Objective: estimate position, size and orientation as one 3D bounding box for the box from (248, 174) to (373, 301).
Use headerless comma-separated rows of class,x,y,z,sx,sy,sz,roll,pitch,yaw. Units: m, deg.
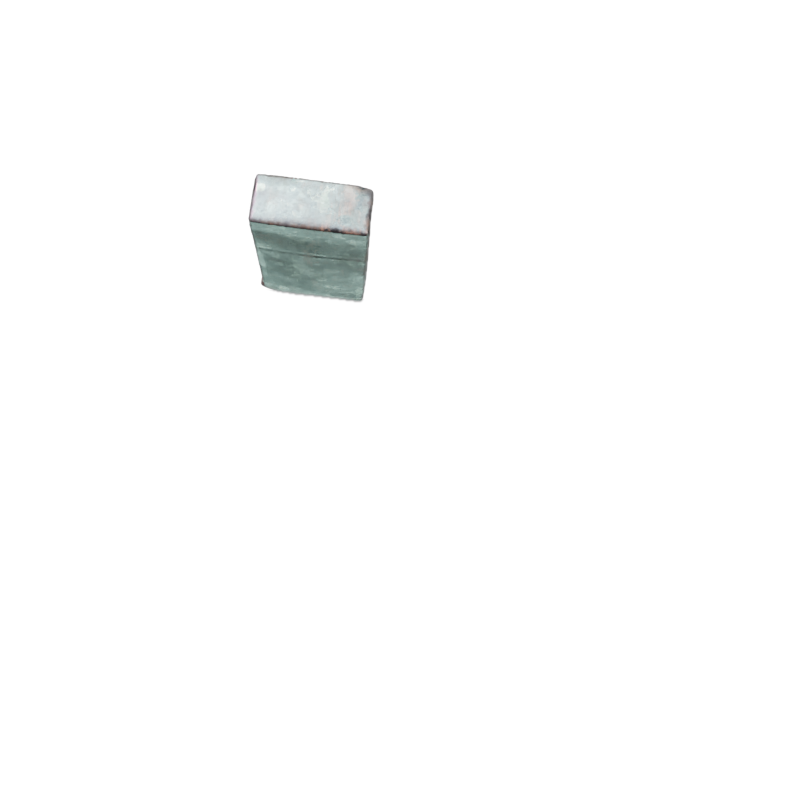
box,-0.071,-0.130,0.912,0.093,0.050,0.169,8,-15,-1
